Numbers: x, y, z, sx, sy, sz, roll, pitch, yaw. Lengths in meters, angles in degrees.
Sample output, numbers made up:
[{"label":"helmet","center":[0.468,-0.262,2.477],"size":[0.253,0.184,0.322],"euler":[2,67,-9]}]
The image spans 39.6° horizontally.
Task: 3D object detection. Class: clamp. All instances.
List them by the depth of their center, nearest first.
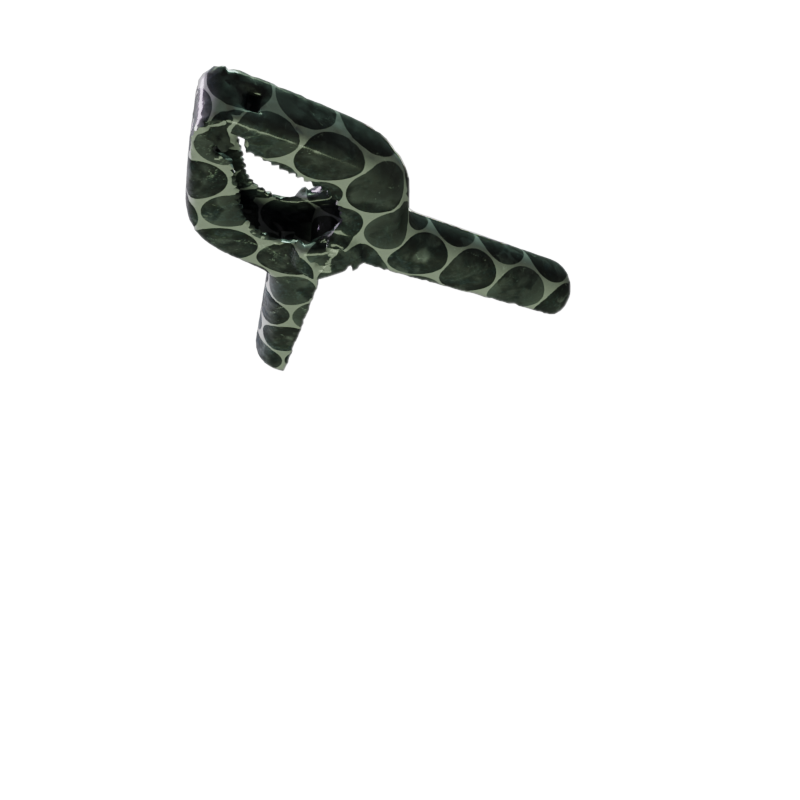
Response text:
[{"label":"clamp","center":[-0.039,-0.070,0.494],"size":[0.166,0.039,0.195],"euler":[-16,-31,28]}]
